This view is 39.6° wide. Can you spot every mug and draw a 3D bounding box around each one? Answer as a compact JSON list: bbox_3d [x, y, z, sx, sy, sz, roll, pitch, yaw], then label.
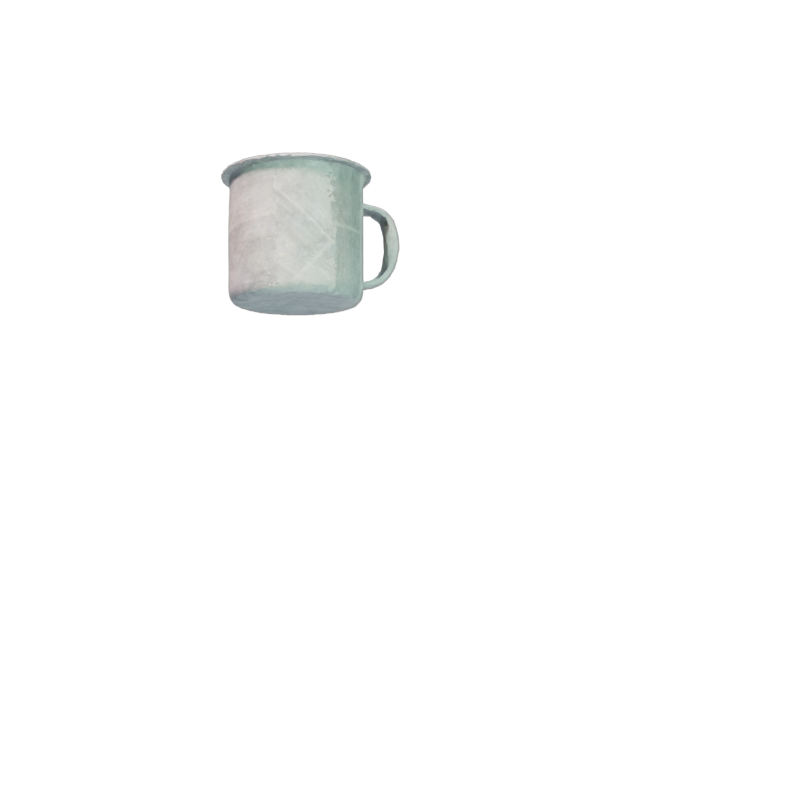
[{"bbox_3d":[-0.053,-0.097,0.681,0.113,0.084,0.094,5,-11,-30],"label":"mug"}]
